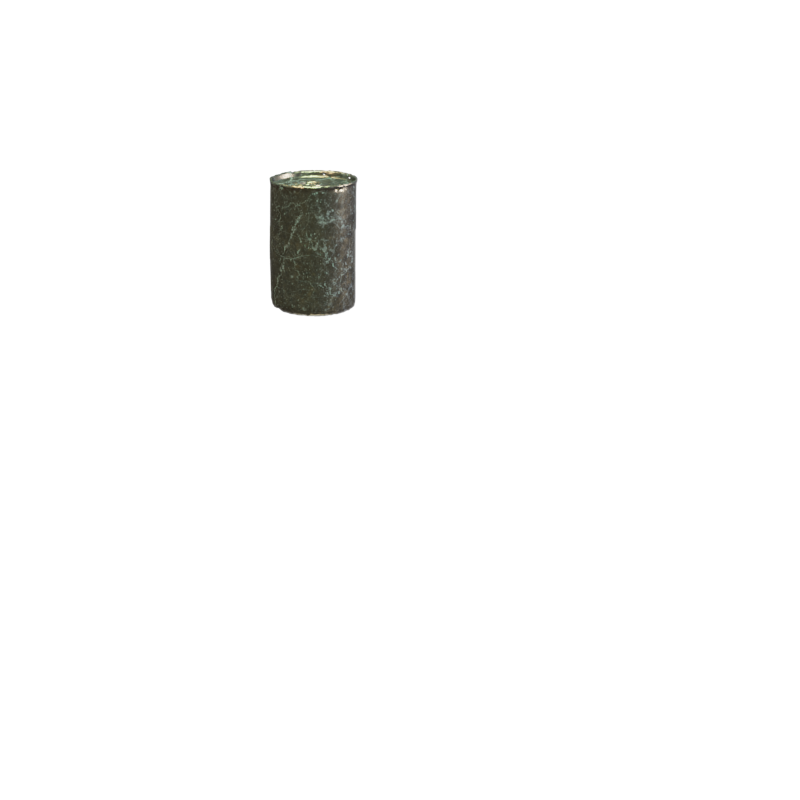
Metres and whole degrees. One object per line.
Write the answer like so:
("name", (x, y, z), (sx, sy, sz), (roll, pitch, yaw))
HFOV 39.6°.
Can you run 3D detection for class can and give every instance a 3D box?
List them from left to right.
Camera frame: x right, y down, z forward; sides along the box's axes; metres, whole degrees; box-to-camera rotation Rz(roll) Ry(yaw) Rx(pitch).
("can", (-0.068, -0.124, 0.866), (0.068, 0.099, 0.071), (0, 17, -2))
